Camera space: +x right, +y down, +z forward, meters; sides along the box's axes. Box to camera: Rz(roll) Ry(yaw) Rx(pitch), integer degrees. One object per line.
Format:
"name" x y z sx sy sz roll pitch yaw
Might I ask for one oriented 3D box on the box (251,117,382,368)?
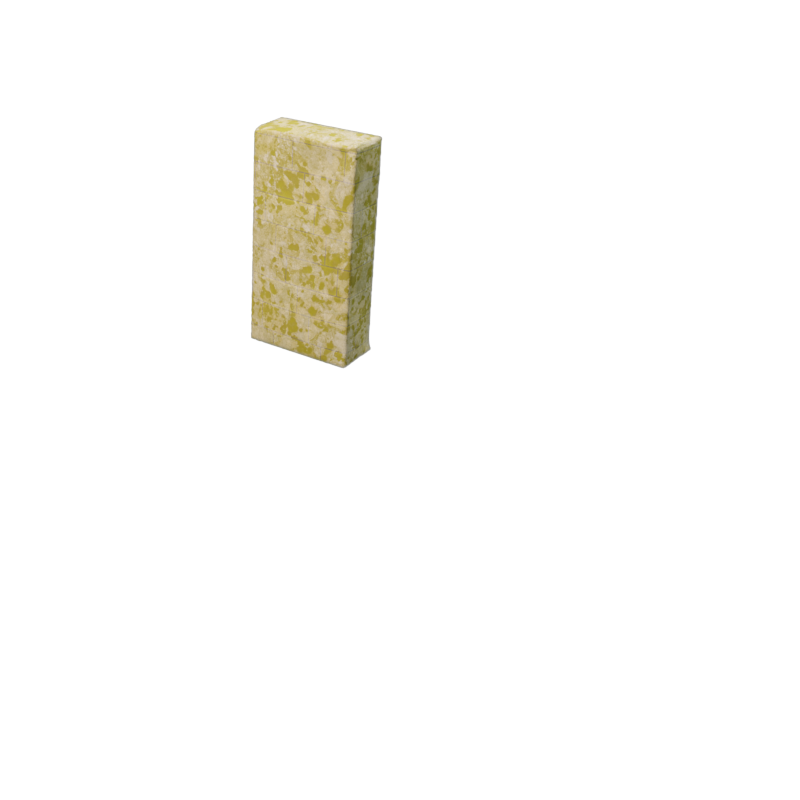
"box" -0.067 -0.121 0.849 0.098 0.167 0.048 16 27 29
